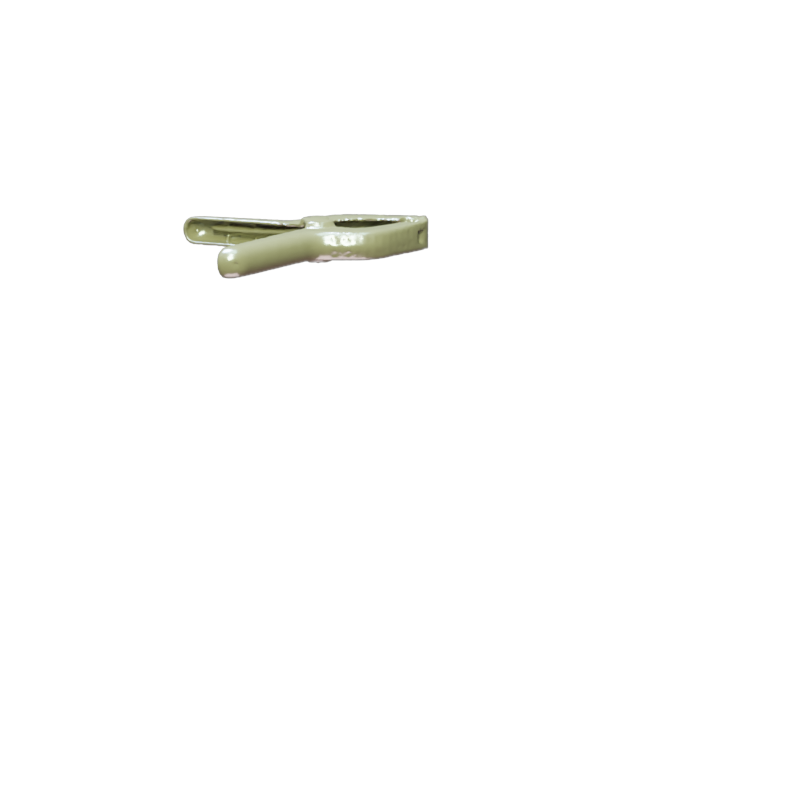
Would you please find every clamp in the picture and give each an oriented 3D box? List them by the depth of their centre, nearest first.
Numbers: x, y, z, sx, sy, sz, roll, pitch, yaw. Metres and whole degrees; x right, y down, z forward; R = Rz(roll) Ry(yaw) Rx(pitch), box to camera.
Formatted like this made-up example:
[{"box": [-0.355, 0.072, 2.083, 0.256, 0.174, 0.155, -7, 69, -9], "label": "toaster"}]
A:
[{"box": [-0.073, -0.133, 0.932, 0.207, 0.035, 0.173, -4, 20, -11], "label": "clamp"}]
